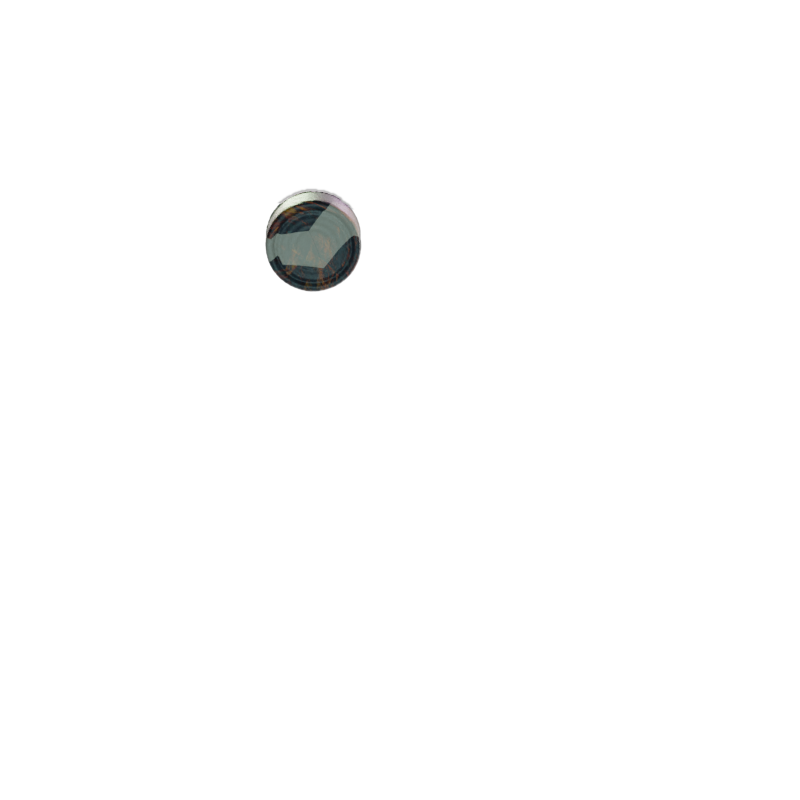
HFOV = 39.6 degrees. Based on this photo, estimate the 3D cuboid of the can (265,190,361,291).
[{"bbox_3d":[-0.077,-0.141,0.986,0.086,0.082,0.035,0,21,-1],"label":"can"}]
